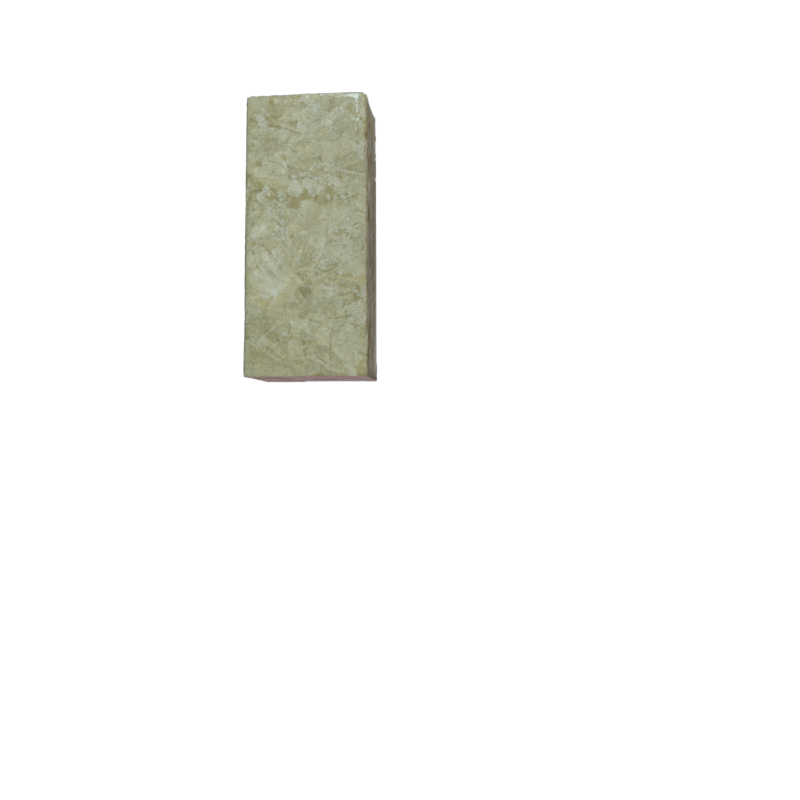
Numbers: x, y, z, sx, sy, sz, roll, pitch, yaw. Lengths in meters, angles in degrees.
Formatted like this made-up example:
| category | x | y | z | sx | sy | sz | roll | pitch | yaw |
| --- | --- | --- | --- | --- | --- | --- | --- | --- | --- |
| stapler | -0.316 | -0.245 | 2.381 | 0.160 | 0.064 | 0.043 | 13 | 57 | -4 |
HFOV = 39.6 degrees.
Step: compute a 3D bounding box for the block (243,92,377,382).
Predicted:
| category | x | y | z | sx | sy | sz | roll | pitch | yaw |
| --- | --- | --- | --- | --- | --- | --- | --- | --- | --- |
| block | -0.065 | -0.119 | 0.835 | 0.091 | 0.211 | 0.088 | -1 | -8 | 6 |
